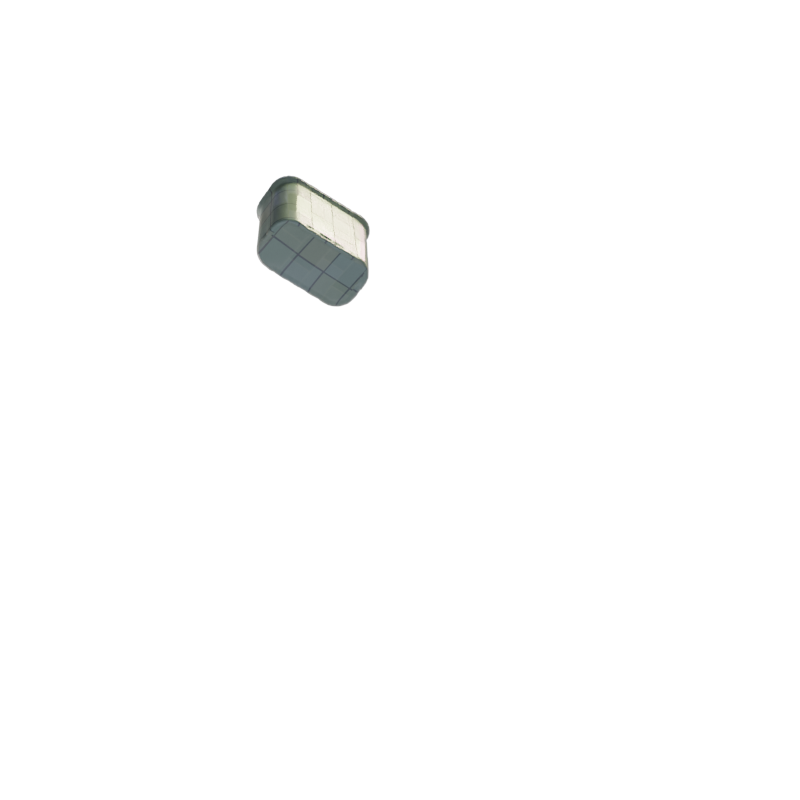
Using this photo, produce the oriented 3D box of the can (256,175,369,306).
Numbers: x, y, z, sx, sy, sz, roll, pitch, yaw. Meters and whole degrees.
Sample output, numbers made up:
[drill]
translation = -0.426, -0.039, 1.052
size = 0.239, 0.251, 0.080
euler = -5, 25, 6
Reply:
[can]
translation = -0.075, -0.138, 0.964
size = 0.098, 0.056, 0.089
euler = 30, 26, -18
